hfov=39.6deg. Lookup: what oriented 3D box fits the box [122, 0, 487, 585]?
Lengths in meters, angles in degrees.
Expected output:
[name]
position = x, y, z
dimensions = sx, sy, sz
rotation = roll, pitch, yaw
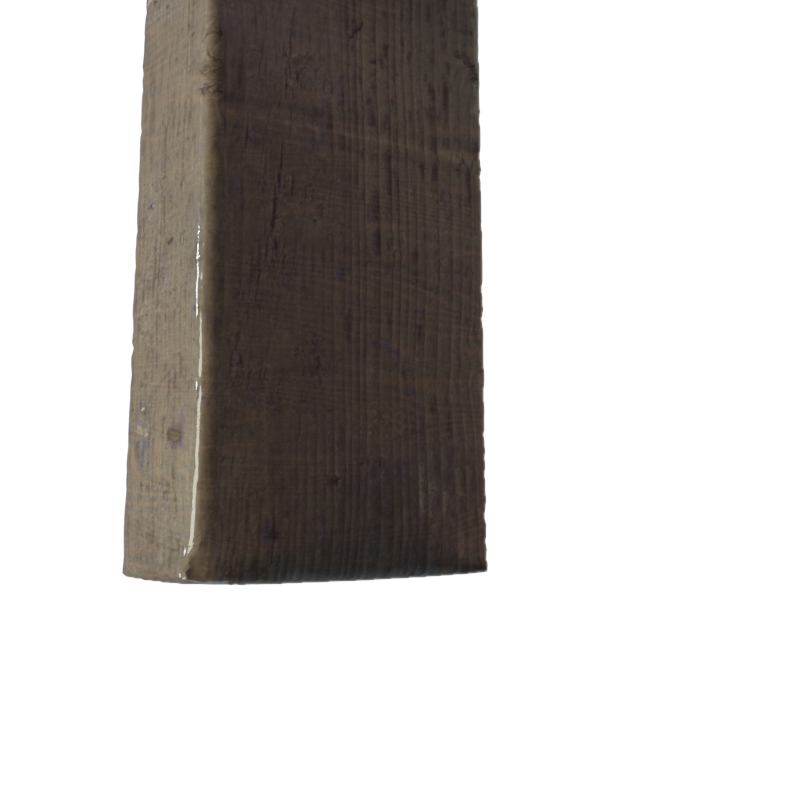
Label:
[box]
position = -0.024, -0.043, 0.303
dimensions = 0.089, 0.181, 0.049
rotation = 7, -14, -36
